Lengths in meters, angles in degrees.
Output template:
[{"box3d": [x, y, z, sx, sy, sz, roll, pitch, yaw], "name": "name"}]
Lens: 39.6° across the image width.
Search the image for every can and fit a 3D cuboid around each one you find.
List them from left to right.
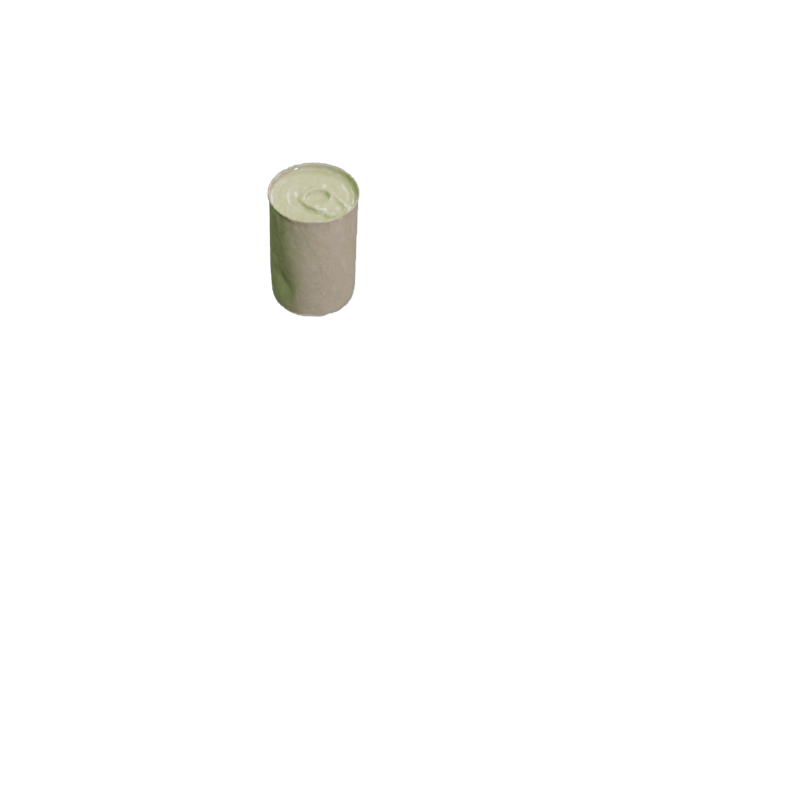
[{"box3d": [-0.067, -0.121, 0.850, 0.068, 0.074, 0.095, 0, -43, -3], "name": "can"}]
